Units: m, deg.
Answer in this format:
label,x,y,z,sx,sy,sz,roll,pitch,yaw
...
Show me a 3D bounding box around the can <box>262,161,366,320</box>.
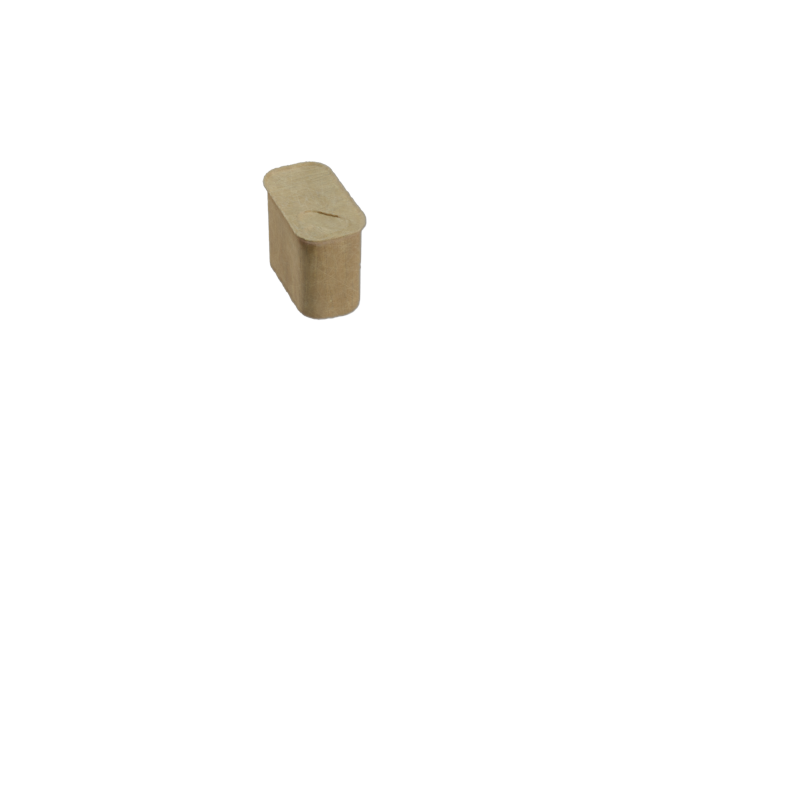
label,x,y,z,sx,sy,sz,roll,pitch,yaw
can,-0.068,-0.124,0.872,0.057,0.078,0.110,-15,44,-19
